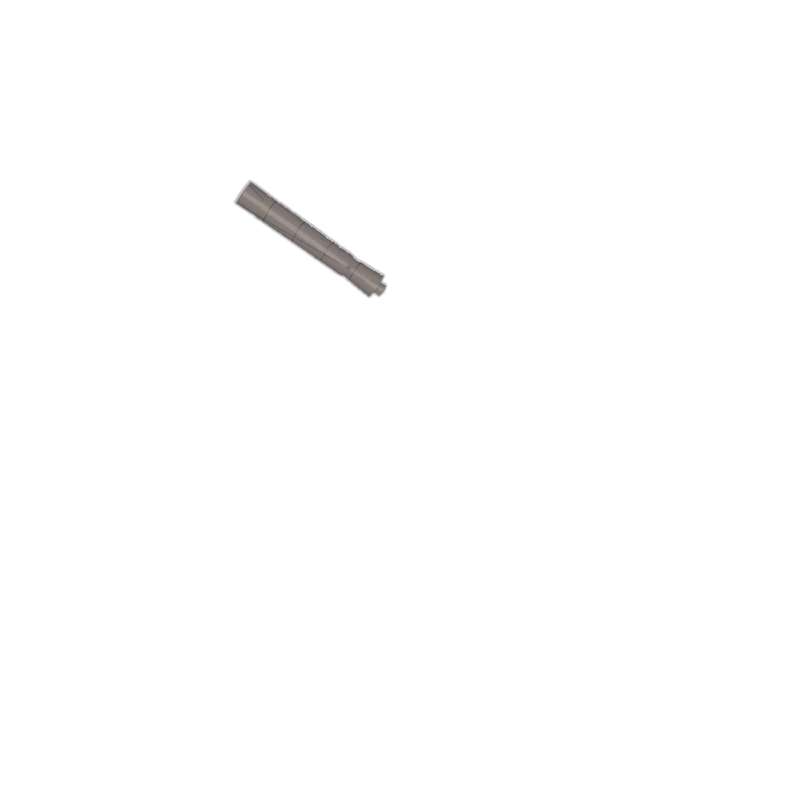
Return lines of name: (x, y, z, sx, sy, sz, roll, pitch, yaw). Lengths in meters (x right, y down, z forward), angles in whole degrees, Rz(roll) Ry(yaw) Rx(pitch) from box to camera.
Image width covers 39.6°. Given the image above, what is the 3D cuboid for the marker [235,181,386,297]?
marker: (-0.061, -0.111, 0.776, 0.120, 0.020, 0.020, 35, 0, -3)
